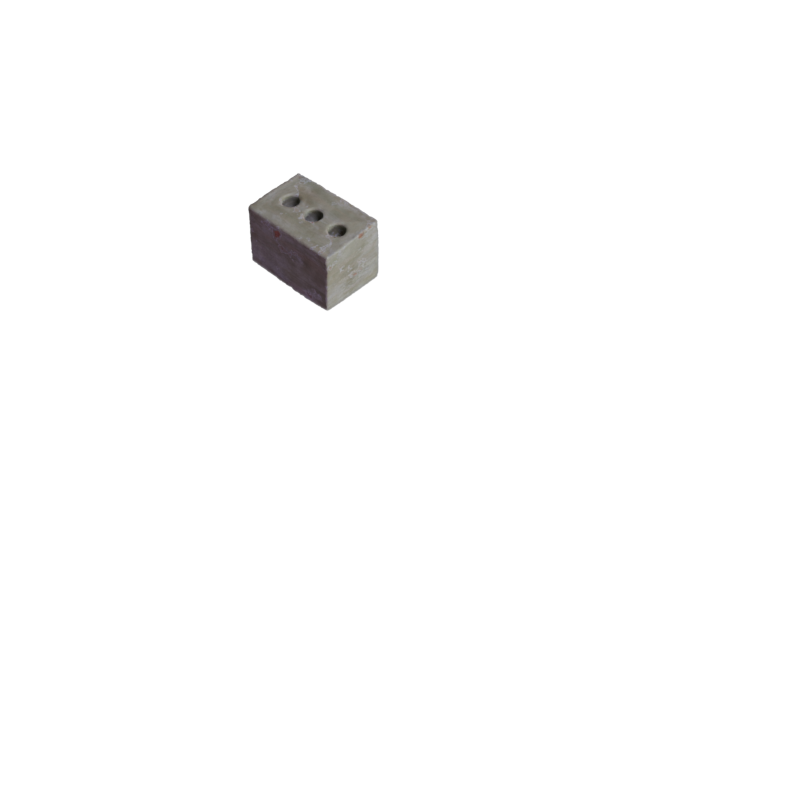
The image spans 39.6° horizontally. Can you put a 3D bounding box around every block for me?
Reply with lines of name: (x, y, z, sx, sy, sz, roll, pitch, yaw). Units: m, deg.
block: (-0.060, -0.110, 0.768, 0.083, 0.048, 0.053, 34, 54, 27)
